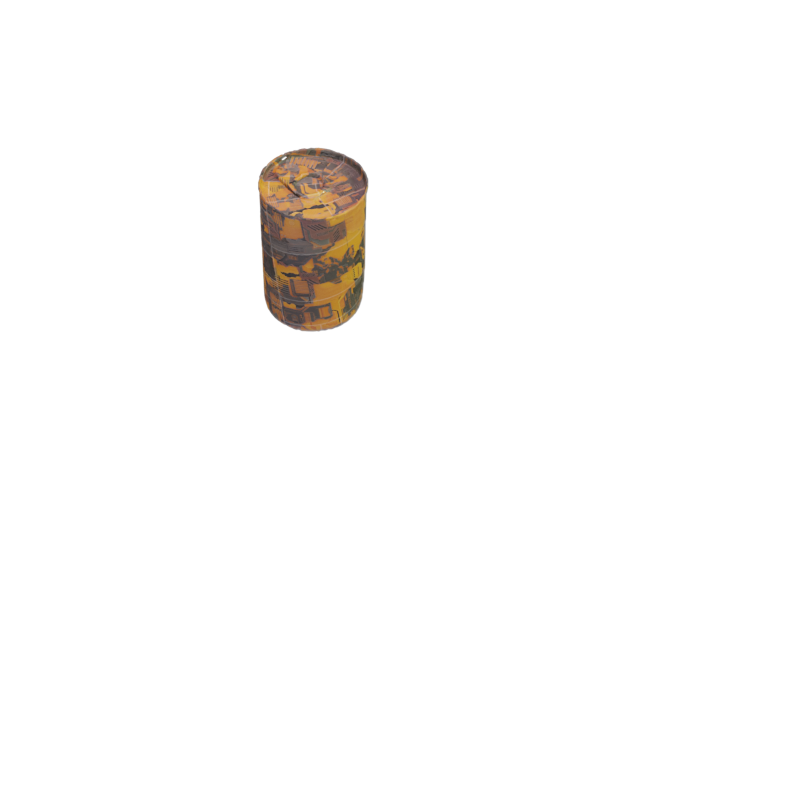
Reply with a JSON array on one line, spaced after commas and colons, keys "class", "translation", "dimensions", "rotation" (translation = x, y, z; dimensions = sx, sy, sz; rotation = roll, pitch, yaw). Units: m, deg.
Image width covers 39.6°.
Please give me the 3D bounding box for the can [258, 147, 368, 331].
[{"class": "can", "translation": [-0.056, -0.102, 0.714], "dimensions": [0.068, 0.074, 0.095], "rotation": [0, -42, -3]}]
